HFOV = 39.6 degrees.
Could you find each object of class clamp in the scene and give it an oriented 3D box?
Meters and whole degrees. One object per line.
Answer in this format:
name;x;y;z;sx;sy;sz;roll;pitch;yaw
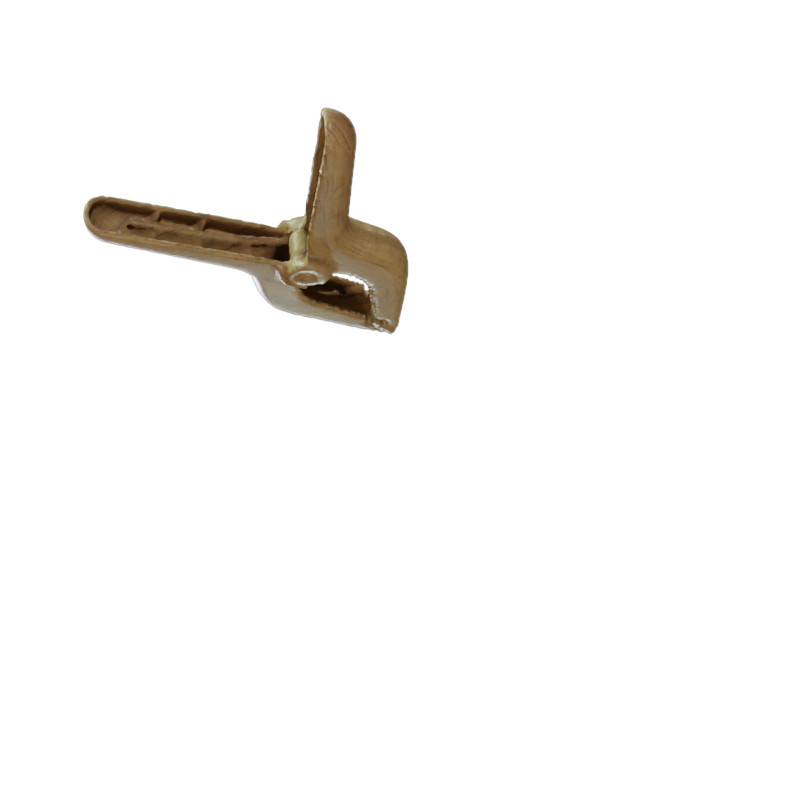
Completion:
clamp;-0.049;-0.090;0.629;0.166;0.038;0.196;-17;-28;33
